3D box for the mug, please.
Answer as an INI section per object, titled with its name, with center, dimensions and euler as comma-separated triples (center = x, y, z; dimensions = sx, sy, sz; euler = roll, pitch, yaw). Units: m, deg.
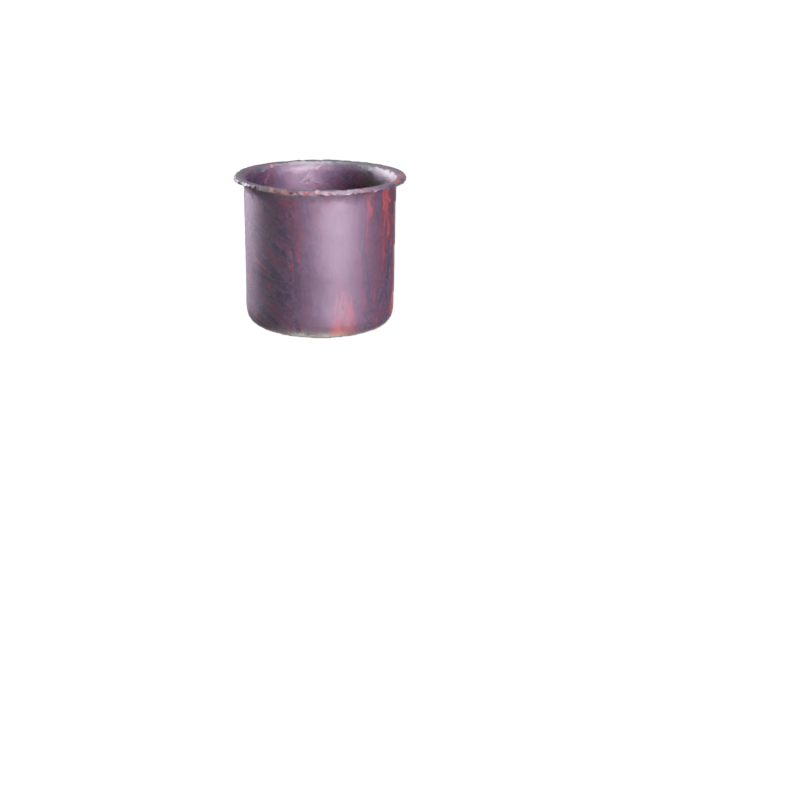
[mug]
center = -0.048, -0.088, 0.617
dimensions = 0.091, 0.078, 0.124
euler = -6, 21, -20
